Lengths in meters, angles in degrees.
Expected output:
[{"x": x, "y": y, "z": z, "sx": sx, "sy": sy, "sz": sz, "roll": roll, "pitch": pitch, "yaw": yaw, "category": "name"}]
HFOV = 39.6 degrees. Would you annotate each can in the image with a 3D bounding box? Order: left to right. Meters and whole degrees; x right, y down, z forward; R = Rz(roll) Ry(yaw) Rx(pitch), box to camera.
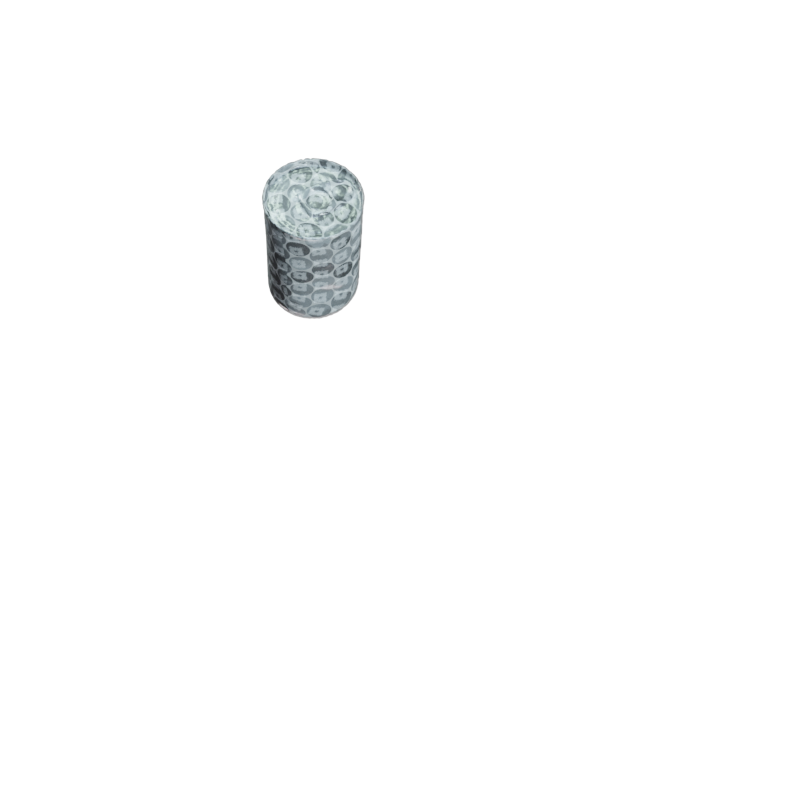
[{"x": -0.061, "y": -0.111, "z": 0.775, "sx": 0.068, "sy": 0.073, "sz": 0.096, "roll": 0, "pitch": -31, "yaw": -3, "category": "can"}]
